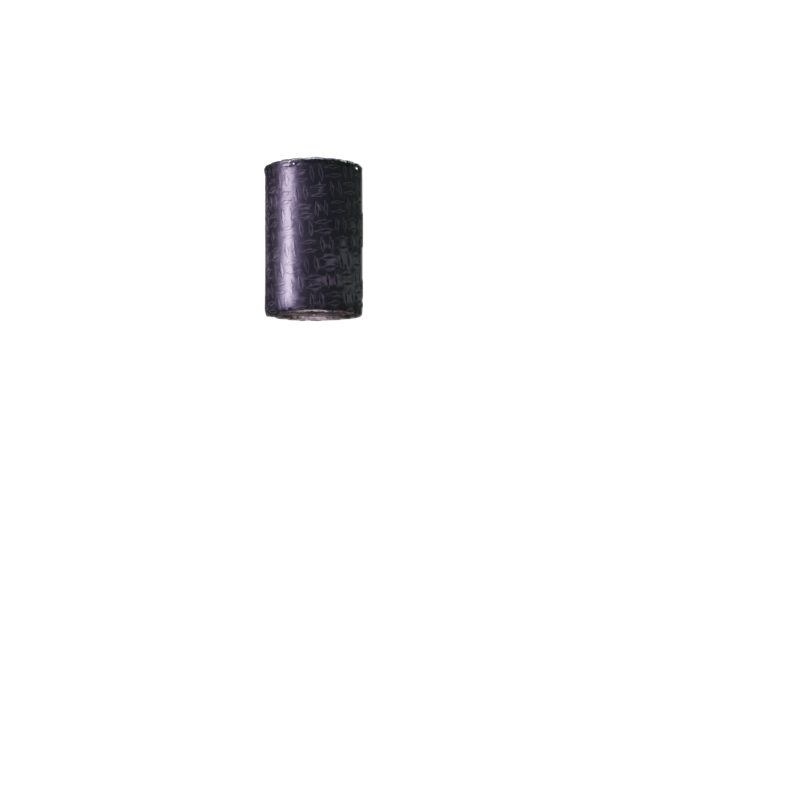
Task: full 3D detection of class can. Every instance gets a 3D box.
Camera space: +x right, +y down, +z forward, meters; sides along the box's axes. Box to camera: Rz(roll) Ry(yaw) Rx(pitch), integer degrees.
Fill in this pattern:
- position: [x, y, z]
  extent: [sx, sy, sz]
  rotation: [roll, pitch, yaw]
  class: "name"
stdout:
- position: [-0.059, -0.108, 0.753]
  extent: [0.068, 0.104, 0.067]
  rotation: [0, -7, -2]
  class: "can"
